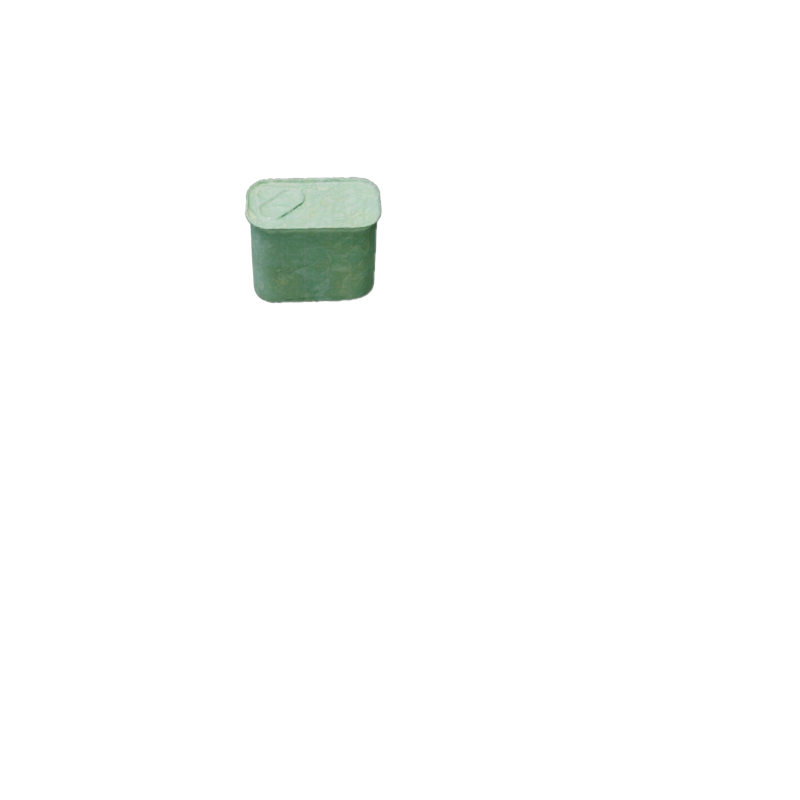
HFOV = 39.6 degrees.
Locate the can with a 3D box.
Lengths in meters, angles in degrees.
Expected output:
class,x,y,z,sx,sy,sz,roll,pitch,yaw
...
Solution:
class,x,y,z,sx,sy,sz,roll,pitch,yaw
can,-0.067,-0.123,0.860,0.102,0.062,0.078,-1,-43,-2
